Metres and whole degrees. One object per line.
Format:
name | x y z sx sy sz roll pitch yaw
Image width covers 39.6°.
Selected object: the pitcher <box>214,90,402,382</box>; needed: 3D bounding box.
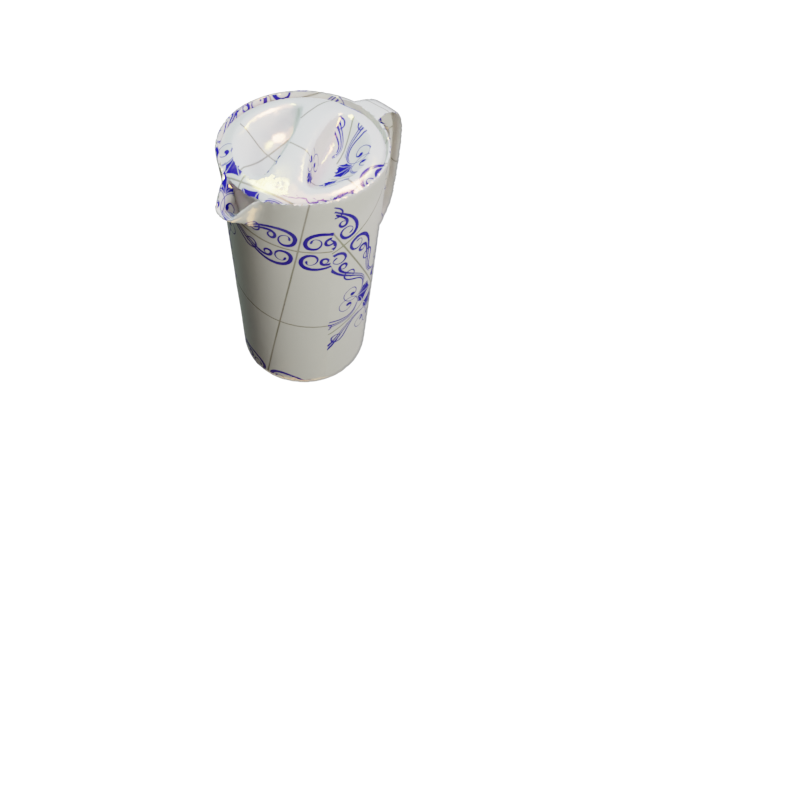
pitcher | -0.073 -0.132 0.927 0.149 0.156 0.226 -1 -39 -4
